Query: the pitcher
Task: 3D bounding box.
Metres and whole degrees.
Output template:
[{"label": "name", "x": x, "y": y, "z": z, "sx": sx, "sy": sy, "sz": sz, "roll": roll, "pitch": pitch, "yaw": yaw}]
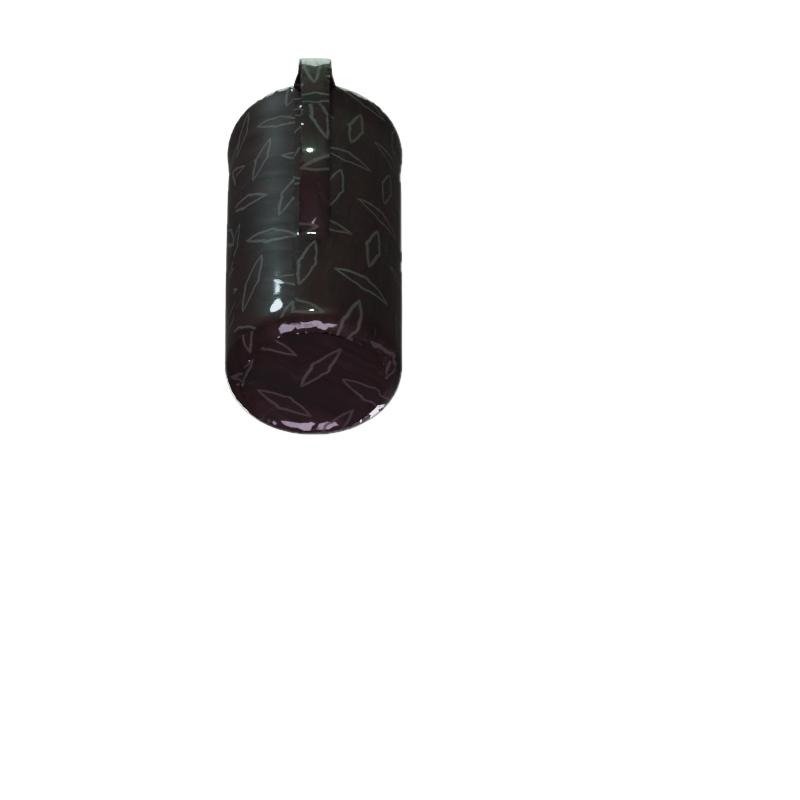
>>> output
[{"label": "pitcher", "x": -0.059, "y": -0.107, "z": 0.751, "sx": 0.144, "sy": 0.261, "sz": 0.140, "roll": -34, "pitch": -54, "yaw": 26}]
